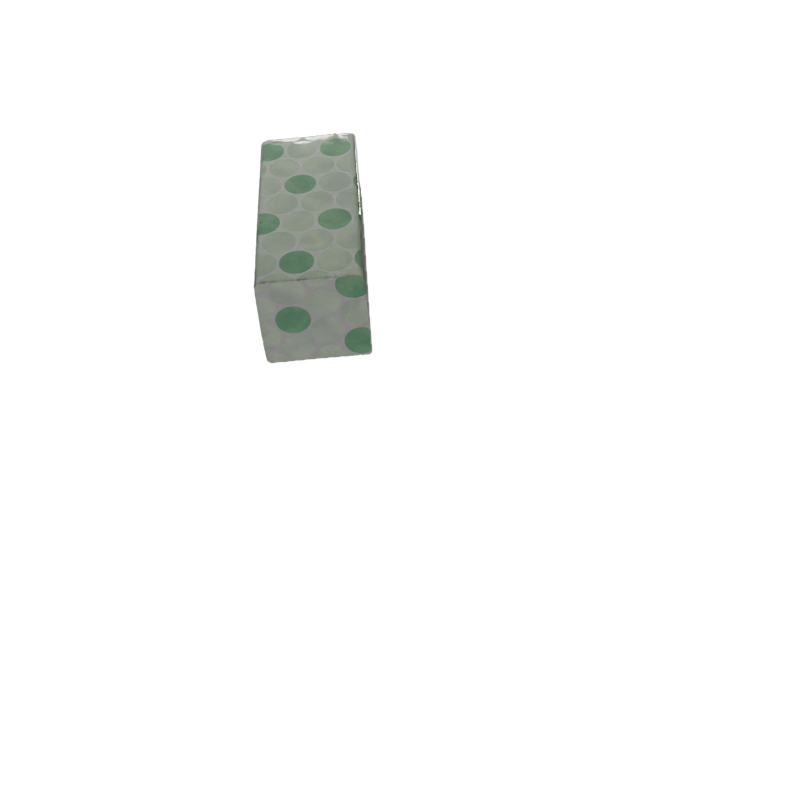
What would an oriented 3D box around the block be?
[{"bbox_3d":[-0.077,-0.140,0.978,0.091,0.084,0.221,-5,43,1],"label":"block"}]
